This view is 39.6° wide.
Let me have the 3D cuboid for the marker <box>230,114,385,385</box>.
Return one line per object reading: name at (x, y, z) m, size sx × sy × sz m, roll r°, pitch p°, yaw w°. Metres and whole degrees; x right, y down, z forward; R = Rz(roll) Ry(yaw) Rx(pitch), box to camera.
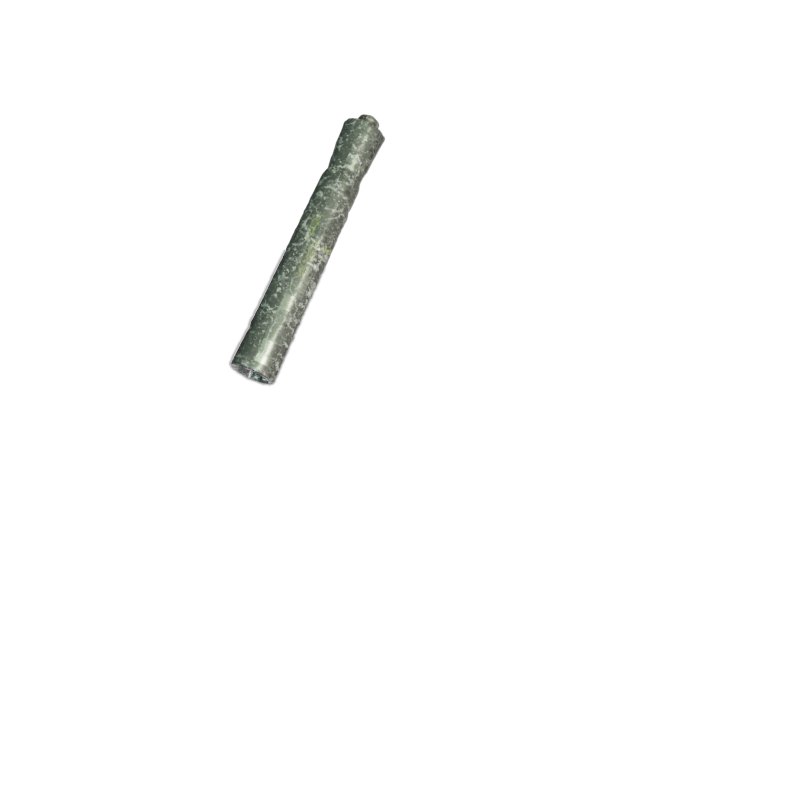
marker at (-0.035, -0.064, 0.450) m, size 0.020 × 0.125 × 0.019 m, roll 21°, pitch -19°, yaw 4°
